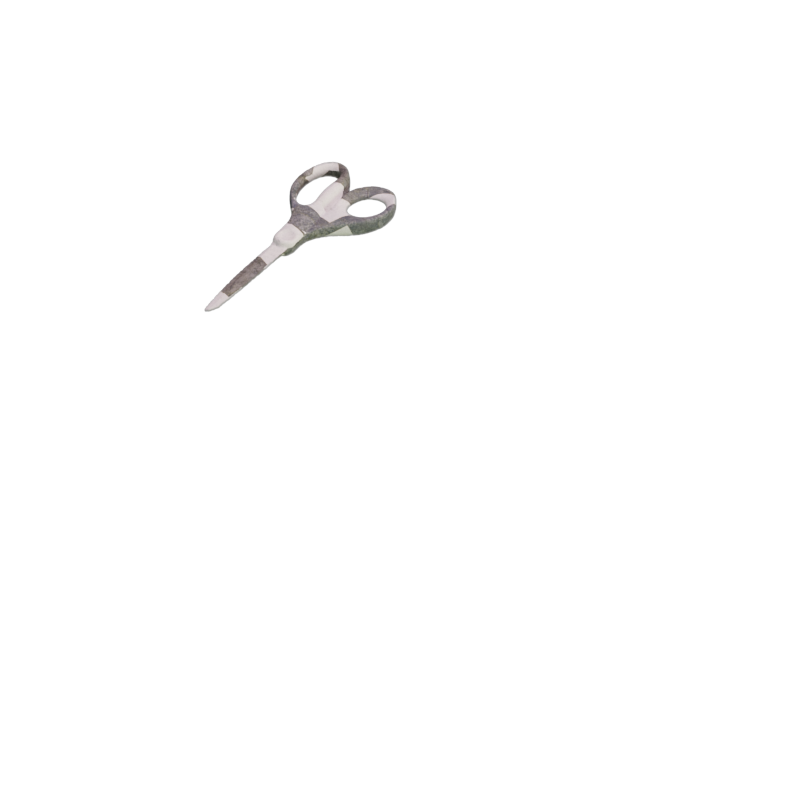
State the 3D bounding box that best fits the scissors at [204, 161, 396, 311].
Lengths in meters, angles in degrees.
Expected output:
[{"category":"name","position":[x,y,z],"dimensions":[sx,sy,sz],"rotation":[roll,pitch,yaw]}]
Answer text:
[{"category":"scissors","position":[-0.066,-0.121,0.848],"dimensions":[0.098,0.015,0.211],"rotation":[11,44,11]}]
